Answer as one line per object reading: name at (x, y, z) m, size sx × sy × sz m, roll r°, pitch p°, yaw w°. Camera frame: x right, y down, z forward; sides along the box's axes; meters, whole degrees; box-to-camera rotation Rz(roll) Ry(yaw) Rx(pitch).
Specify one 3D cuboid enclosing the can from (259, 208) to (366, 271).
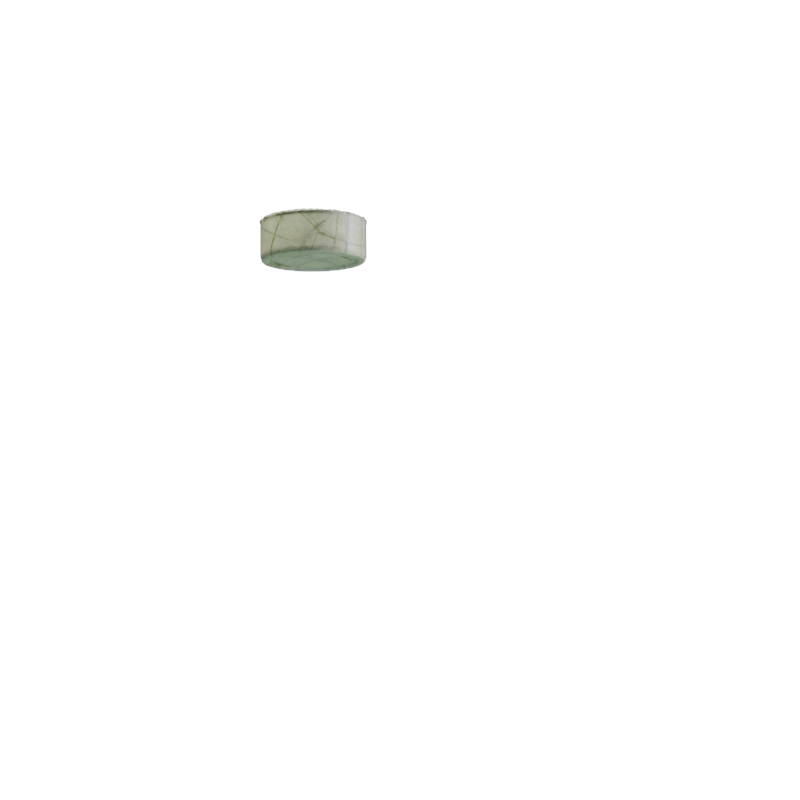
can at (-0.069, -0.126, 0.885) m, size 0.086 × 0.034 × 0.084 m, roll 0°, pitch -6°, yaw -2°
